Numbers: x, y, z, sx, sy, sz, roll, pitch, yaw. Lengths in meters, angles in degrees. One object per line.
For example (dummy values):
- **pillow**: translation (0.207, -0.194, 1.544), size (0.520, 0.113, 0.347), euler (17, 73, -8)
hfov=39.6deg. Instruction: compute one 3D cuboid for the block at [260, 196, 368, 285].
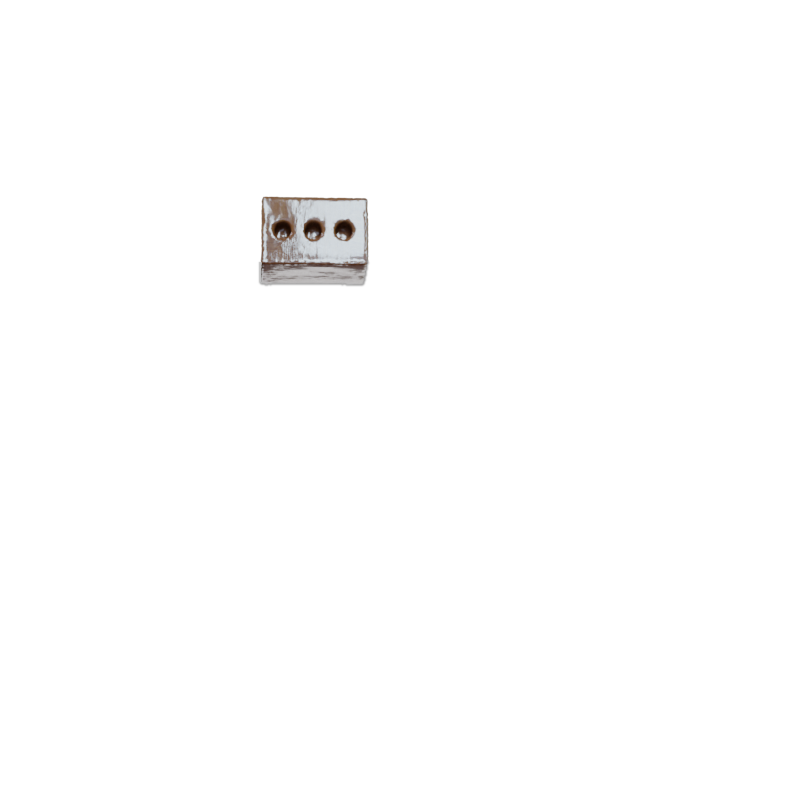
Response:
- **block**: translation (-0.063, -0.115, 0.808), size (0.078, 0.055, 0.049), euler (0, -16, -1)
